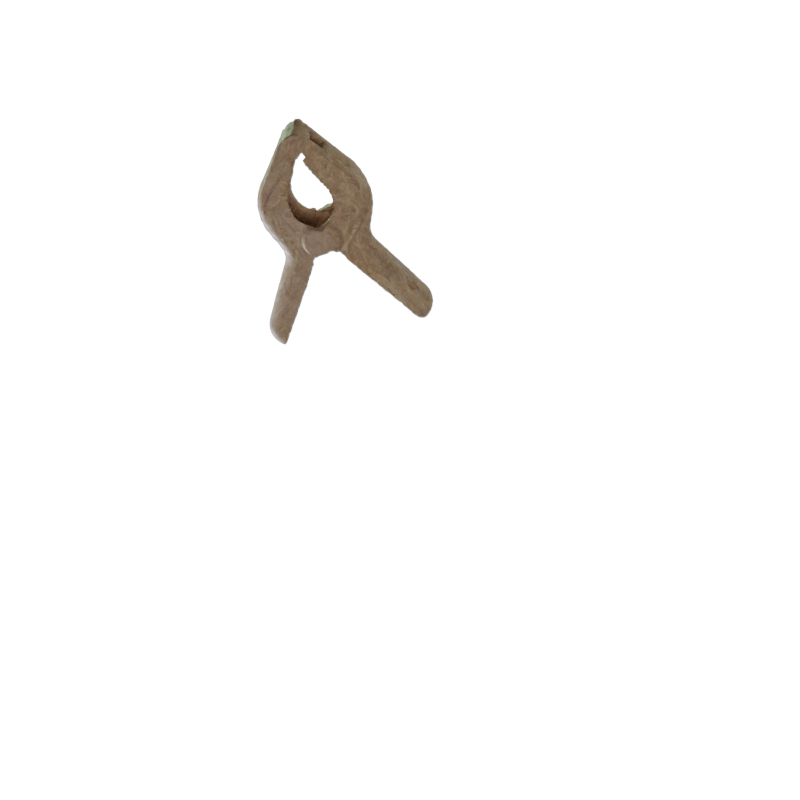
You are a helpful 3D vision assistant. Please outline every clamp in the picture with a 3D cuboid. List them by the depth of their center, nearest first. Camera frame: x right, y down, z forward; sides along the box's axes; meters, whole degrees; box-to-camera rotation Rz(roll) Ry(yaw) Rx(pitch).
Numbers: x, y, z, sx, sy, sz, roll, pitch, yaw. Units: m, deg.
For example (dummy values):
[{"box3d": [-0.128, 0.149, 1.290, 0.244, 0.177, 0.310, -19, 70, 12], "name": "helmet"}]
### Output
[{"box3d": [-0.061, -0.111, 0.779, 0.120, 0.161, 0.041, -21, 26, 10], "name": "clamp"}]
